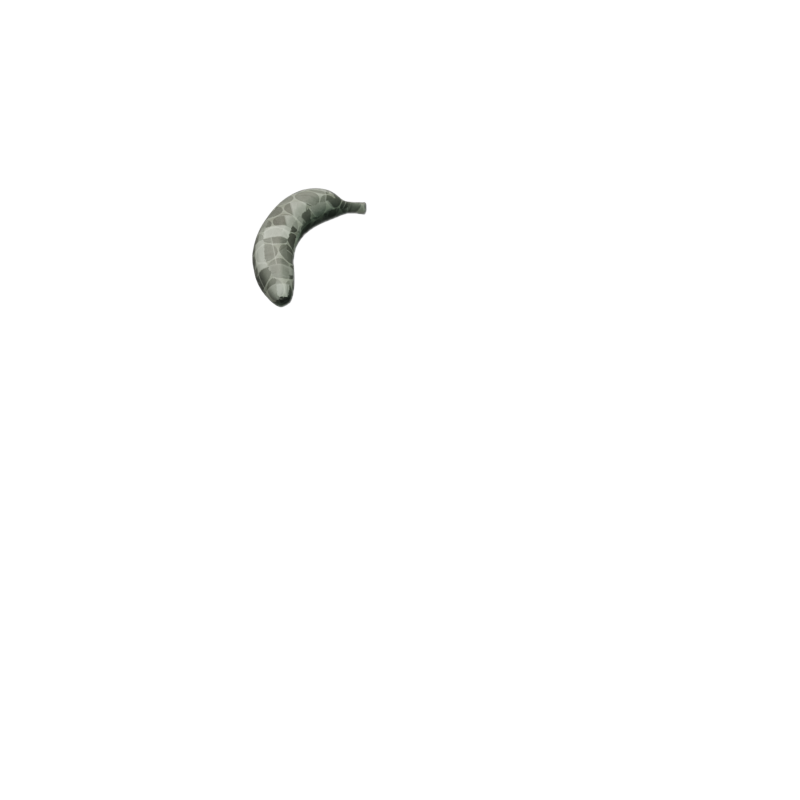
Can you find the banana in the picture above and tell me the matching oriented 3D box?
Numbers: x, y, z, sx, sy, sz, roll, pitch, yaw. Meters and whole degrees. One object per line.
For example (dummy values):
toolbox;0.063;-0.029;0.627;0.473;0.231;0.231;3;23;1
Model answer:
banana;-0.094;-0.149;1.004;0.072;0.034;0.205;12;37;15
